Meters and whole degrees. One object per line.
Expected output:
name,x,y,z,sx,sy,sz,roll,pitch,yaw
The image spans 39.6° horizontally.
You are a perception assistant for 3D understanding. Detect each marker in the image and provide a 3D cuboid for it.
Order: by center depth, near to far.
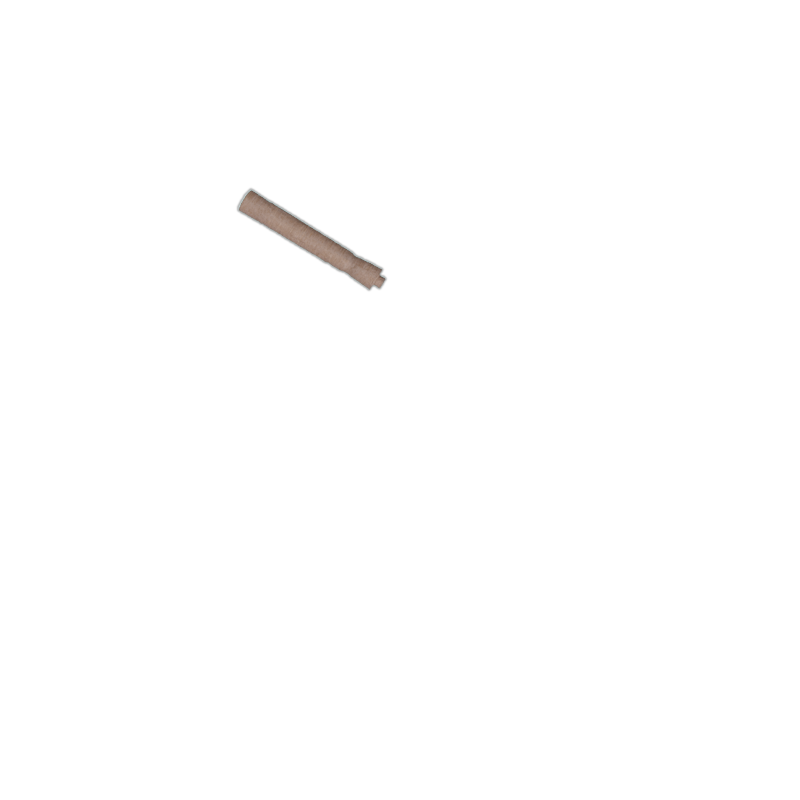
marker,-0.064,-0.117,0.822,0.122,0.020,0.020,32,5,4
